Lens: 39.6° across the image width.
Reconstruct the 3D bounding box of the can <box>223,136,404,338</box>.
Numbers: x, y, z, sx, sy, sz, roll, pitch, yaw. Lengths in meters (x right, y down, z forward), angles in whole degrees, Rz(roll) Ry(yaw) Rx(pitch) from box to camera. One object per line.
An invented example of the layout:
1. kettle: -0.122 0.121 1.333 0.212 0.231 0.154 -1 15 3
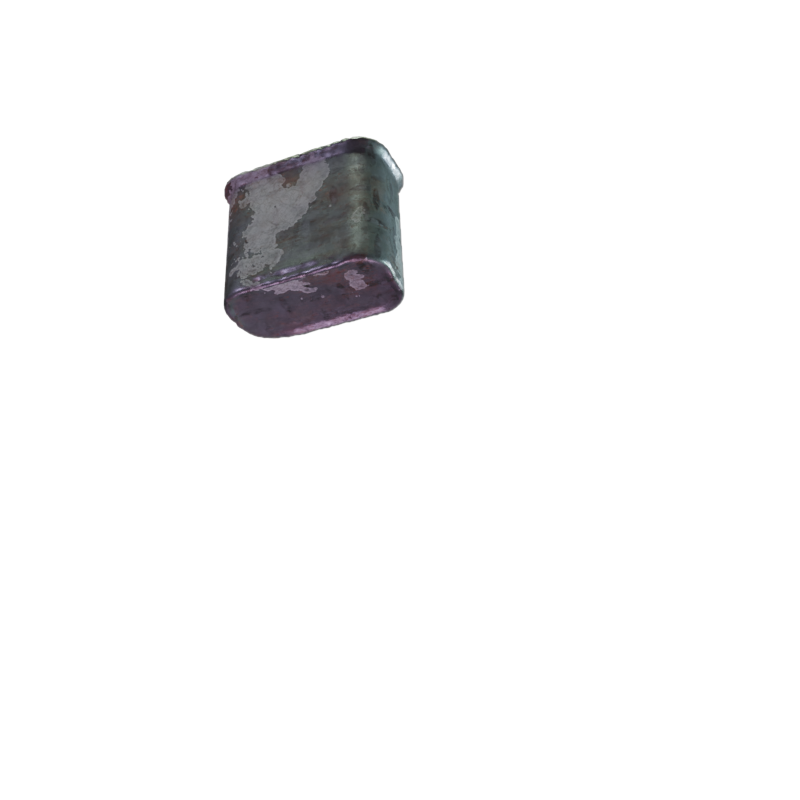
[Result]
1. can: -0.048 -0.088 0.615 0.103 0.090 0.053 -15 -37 19
